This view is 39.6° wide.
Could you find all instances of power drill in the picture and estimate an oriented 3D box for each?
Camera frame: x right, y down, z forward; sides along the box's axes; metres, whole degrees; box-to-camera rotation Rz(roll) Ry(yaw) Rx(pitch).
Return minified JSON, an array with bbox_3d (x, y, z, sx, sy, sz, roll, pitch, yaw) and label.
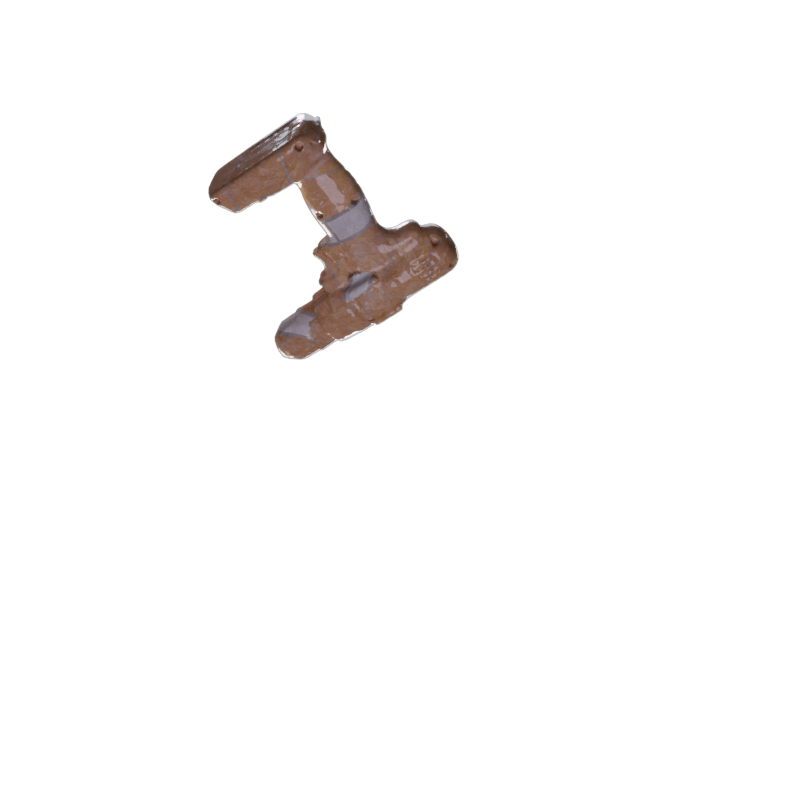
[{"bbox_3d":[-0.073,-0.132,0.927,0.184,0.177,0.061,-33,27,19],"label":"power drill"}]
